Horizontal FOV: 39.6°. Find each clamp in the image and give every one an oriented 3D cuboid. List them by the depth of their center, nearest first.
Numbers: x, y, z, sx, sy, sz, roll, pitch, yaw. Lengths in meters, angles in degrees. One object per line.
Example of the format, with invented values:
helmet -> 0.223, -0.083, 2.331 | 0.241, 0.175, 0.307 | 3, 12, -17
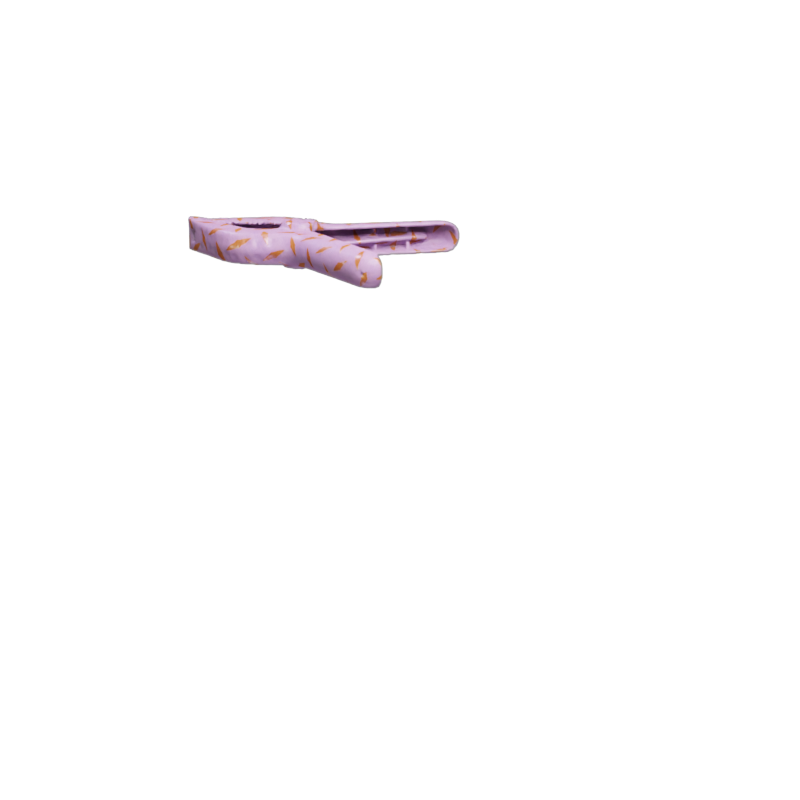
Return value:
clamp -> -0.067, -0.123, 0.859 | 0.219, 0.035, 0.162 | 10, 20, 30
